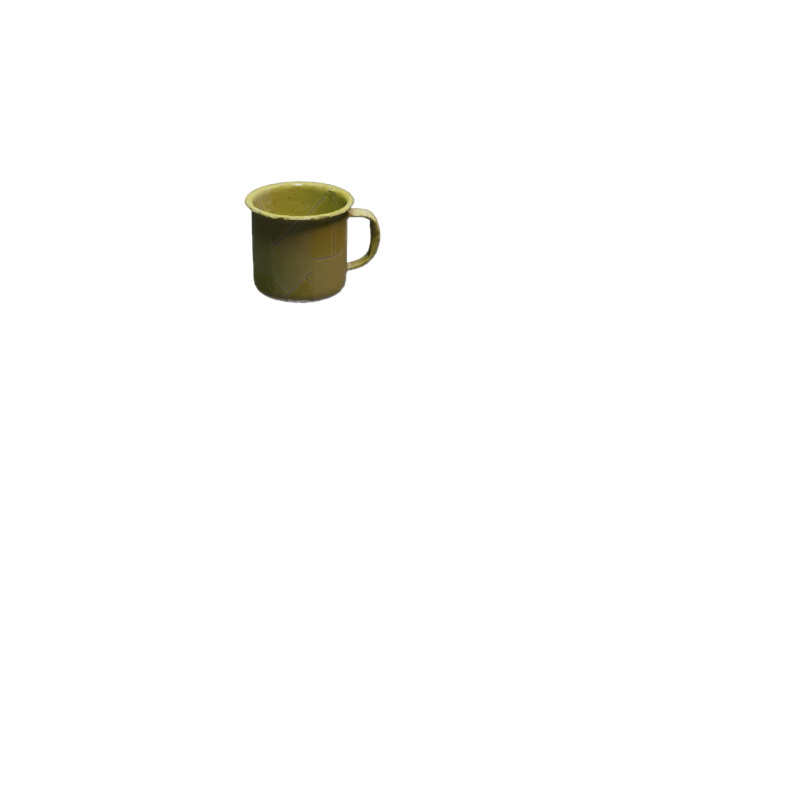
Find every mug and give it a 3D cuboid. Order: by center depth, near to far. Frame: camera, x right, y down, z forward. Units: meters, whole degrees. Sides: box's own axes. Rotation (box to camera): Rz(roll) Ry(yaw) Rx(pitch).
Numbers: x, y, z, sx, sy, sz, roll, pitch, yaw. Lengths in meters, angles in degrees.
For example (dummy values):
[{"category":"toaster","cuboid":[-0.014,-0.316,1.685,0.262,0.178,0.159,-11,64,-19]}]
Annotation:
[{"category":"mug","cuboid":[-0.075,-0.137,0.957,0.116,0.077,0.099,-5,27,-12]}]
